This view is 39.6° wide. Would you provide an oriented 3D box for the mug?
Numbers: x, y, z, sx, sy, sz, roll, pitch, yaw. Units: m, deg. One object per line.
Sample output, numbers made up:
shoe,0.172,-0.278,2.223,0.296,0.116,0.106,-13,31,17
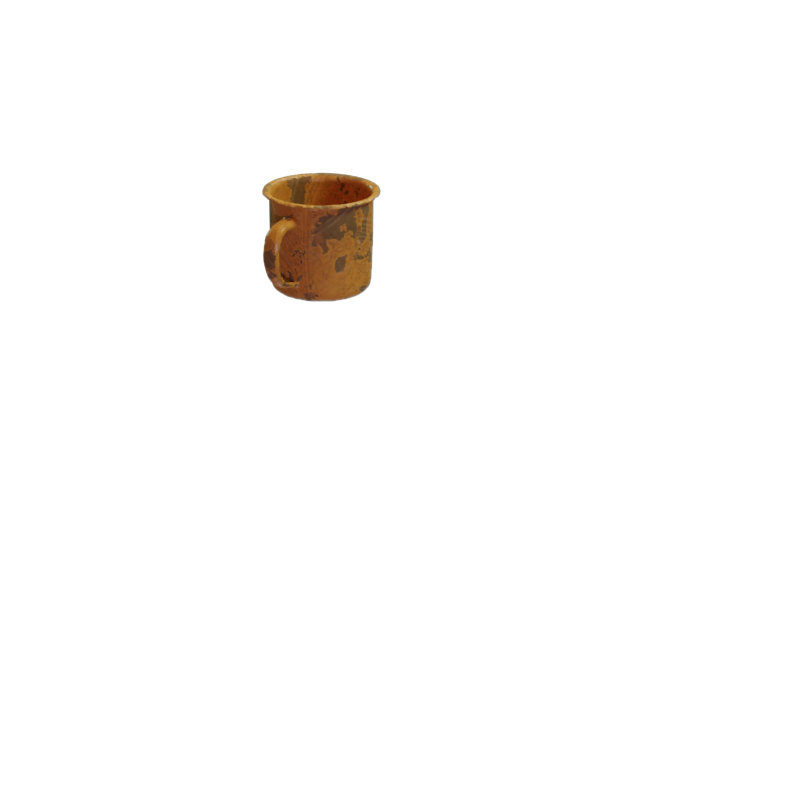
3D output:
mug,-0.068,-0.124,0.872,0.097,0.078,0.118,13,28,26
